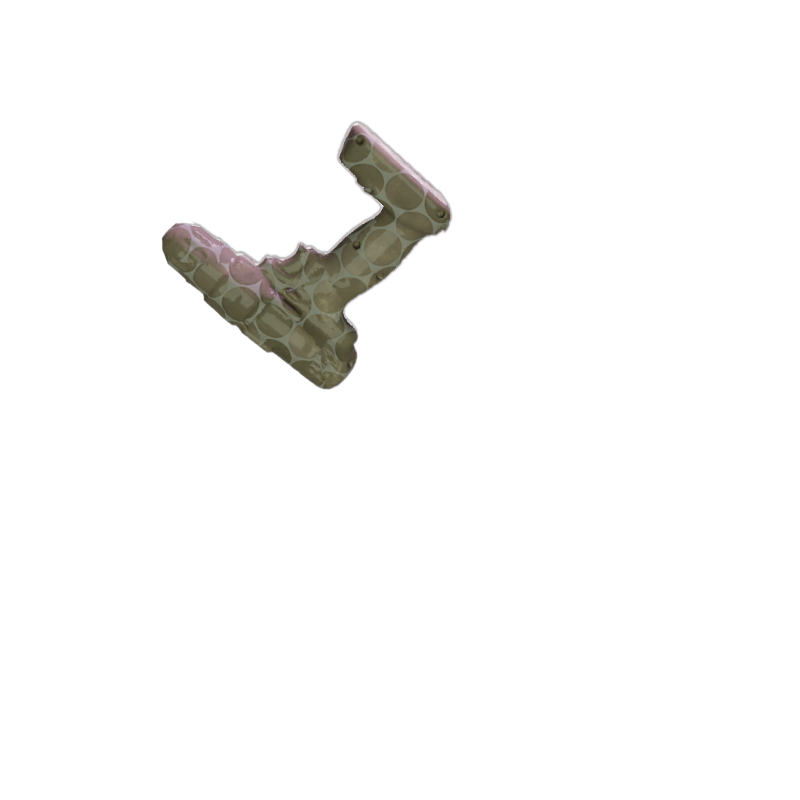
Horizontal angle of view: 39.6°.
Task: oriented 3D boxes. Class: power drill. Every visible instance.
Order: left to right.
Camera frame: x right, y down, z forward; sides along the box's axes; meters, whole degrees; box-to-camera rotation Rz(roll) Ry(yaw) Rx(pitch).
[{"bbox_3d":[-0.068,-0.124,0.867,0.179,0.185,0.060,40,14,-12],"label":"power drill"}]
